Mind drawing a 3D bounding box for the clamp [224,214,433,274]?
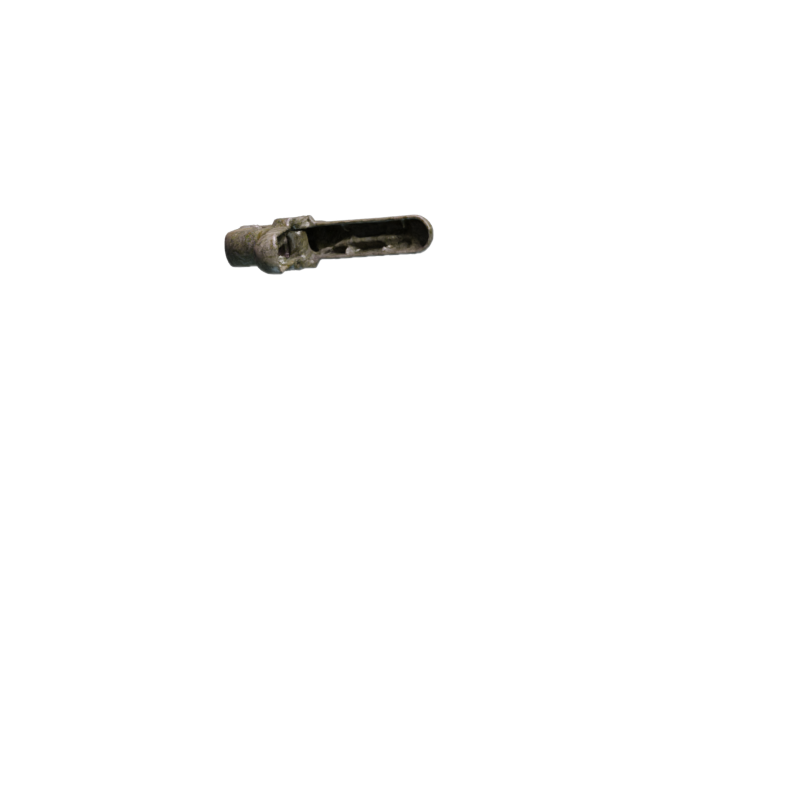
[{"bbox_3d":[-0.058,-0.106,0.741,0.117,0.038,0.178,-4,12,-21],"label":"clamp"}]
